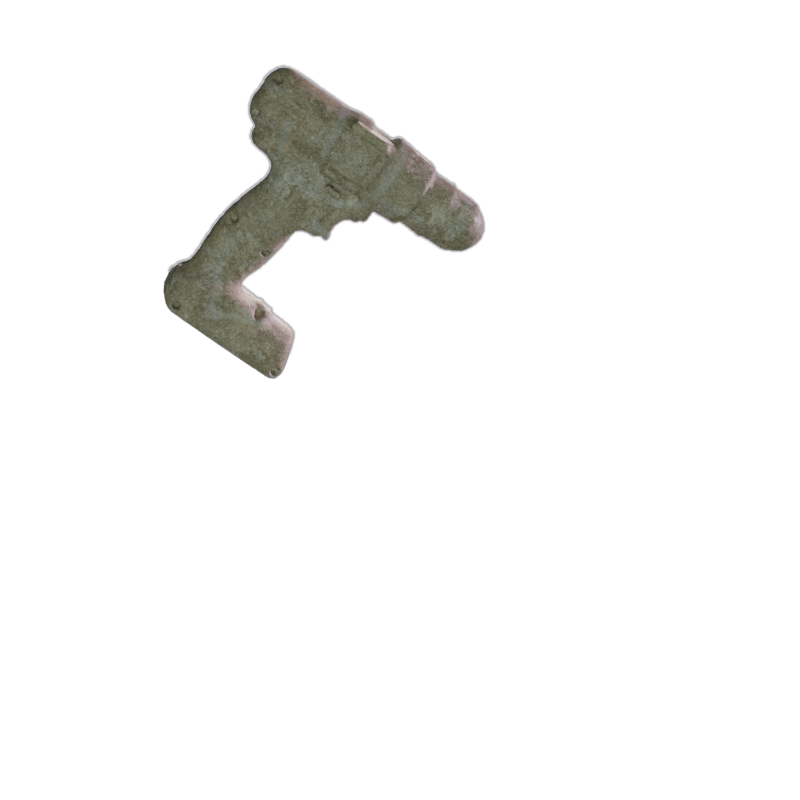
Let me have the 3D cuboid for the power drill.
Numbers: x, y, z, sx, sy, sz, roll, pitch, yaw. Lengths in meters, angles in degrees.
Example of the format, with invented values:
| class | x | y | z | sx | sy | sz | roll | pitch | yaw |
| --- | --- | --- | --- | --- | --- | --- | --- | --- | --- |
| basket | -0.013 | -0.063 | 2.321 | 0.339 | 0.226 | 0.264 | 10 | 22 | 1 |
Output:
| class | x | y | z | sx | sy | sz | roll | pitch | yaw |
| --- | --- | --- | --- | --- | --- | --- | --- | --- | --- |
| power drill | -0.060 | -0.110 | 0.768 | 0.181 | 0.185 | 0.059 | 35 | 11 | -9 |
